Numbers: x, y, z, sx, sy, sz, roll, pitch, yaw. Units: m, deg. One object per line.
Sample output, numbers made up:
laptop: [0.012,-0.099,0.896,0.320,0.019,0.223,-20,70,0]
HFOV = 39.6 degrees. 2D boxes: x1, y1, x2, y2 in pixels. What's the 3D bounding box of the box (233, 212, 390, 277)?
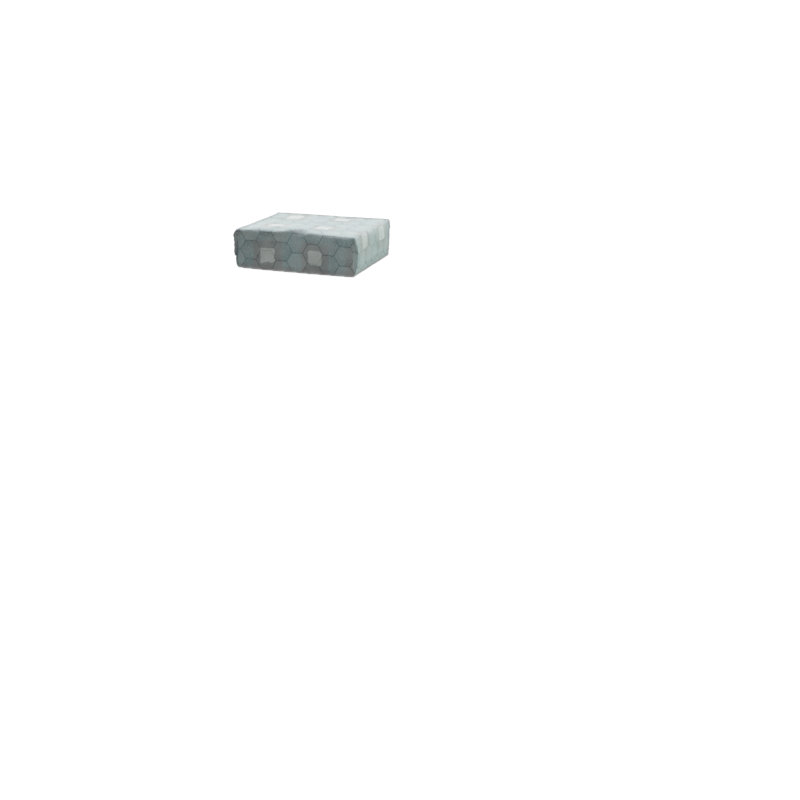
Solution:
box: [-0.060,-0.110,0.768,0.092,0.029,0.073,7,19,19]
